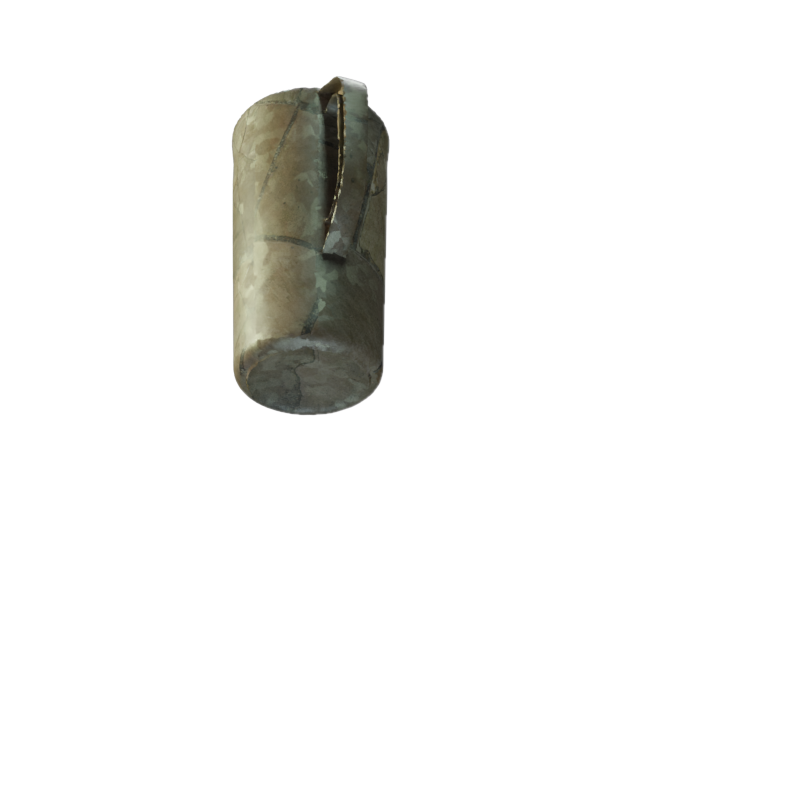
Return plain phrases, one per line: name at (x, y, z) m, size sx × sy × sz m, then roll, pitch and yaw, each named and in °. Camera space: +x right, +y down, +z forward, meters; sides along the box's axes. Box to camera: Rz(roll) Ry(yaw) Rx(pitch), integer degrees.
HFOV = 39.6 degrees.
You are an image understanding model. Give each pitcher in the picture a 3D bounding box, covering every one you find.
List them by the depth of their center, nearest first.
pitcher at (-0.067, -0.122, 0.855) m, size 0.146 × 0.260 × 0.137 m, roll -15°, pitch -38°, yaw 17°
